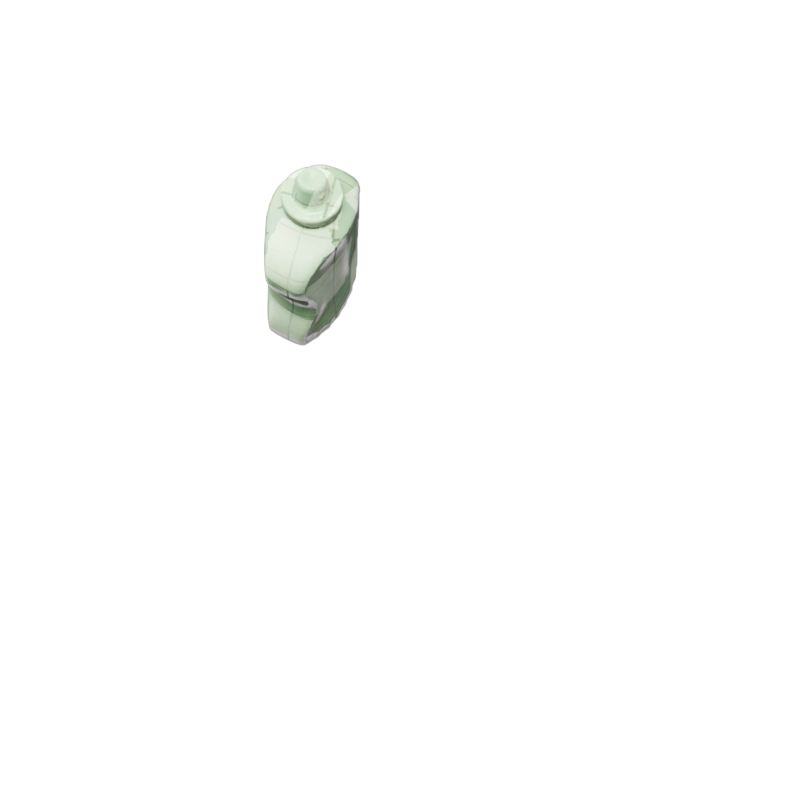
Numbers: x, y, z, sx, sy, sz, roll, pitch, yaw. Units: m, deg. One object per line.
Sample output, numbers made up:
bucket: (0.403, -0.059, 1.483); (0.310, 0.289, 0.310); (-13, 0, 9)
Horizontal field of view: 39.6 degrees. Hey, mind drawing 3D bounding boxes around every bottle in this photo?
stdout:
bottle: (-0.062, -0.113, 0.789); (0.059, 0.099, 0.183); (27, -18, 5)
